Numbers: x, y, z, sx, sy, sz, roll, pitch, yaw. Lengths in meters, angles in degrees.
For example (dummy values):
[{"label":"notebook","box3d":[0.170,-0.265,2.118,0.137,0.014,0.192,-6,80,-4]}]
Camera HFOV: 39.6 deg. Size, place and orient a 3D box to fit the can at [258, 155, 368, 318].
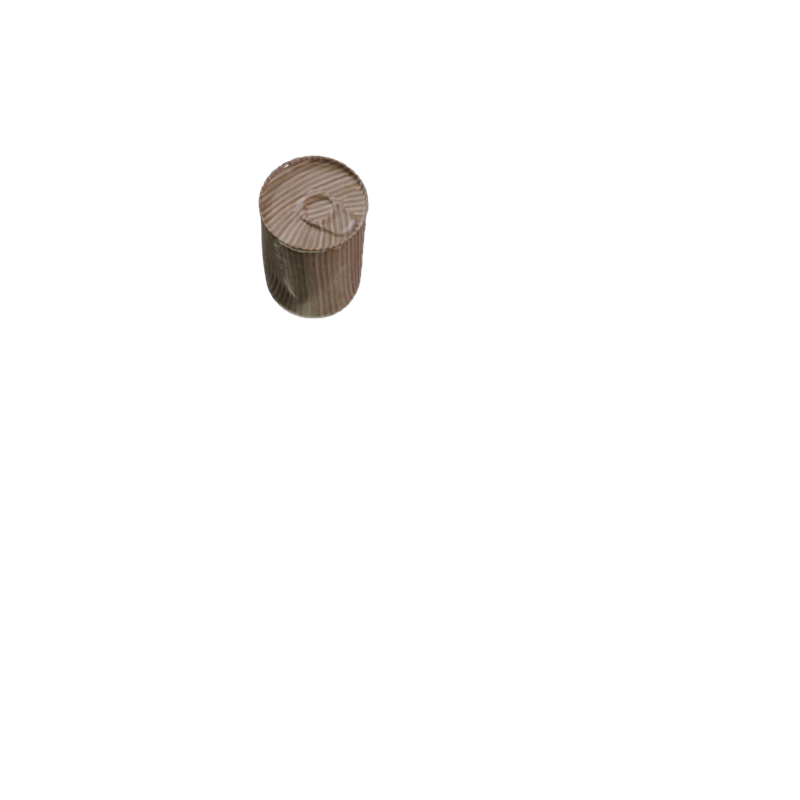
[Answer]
[{"label":"can","box3d":[-0.057,-0.103,0.724,0.068,0.073,0.097,0,-24,-3]}]
